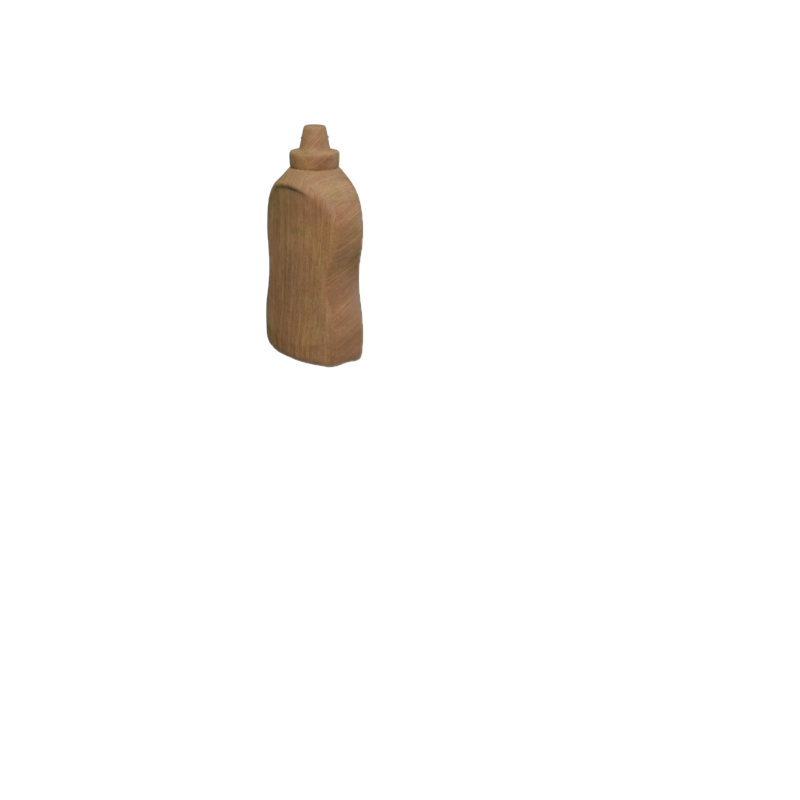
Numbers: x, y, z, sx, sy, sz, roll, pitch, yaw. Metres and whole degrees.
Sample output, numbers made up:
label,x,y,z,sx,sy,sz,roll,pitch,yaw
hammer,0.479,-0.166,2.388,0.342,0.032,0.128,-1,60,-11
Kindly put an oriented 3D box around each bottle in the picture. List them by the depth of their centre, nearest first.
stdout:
label,x,y,z,sx,sy,sz,roll,pitch,yaw
bottle,-0.071,-0.130,0.911,0.057,0.185,0.102,-11,19,-38
